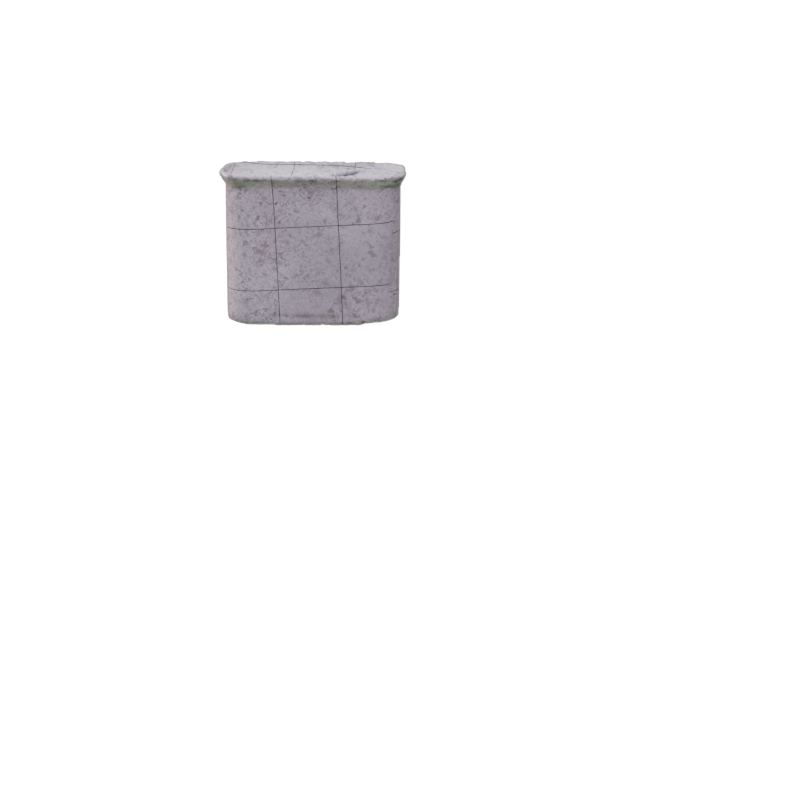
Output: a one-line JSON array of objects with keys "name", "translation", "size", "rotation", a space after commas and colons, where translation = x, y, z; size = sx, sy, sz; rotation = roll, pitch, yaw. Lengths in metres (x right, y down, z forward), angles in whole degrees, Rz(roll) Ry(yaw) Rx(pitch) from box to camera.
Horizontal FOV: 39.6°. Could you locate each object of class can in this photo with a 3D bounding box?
[{"name": "can", "translation": [-0.048, -0.089, 0.621], "size": [0.102, 0.081, 0.059], "rotation": [1, 15, 1]}]
